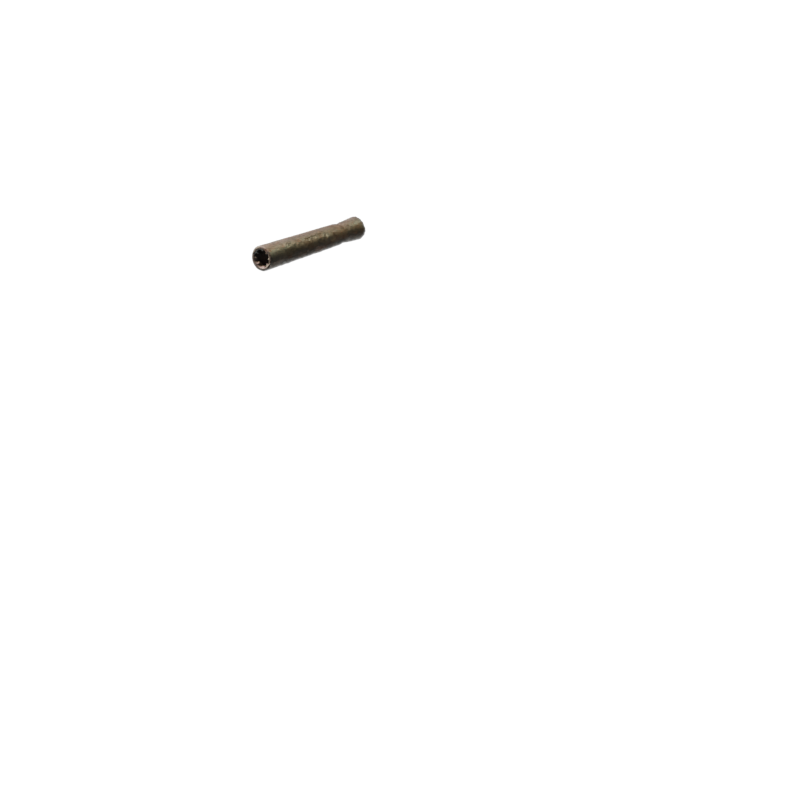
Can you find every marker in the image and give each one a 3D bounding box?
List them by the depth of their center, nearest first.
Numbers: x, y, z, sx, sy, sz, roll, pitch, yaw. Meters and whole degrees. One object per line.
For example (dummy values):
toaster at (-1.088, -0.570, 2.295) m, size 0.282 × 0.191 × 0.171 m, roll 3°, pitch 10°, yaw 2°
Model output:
marker at (-0.066, -0.120, 0.840) m, size 0.020 × 0.019 × 0.120 m, roll 3°, pitch 20°, yaw 36°
